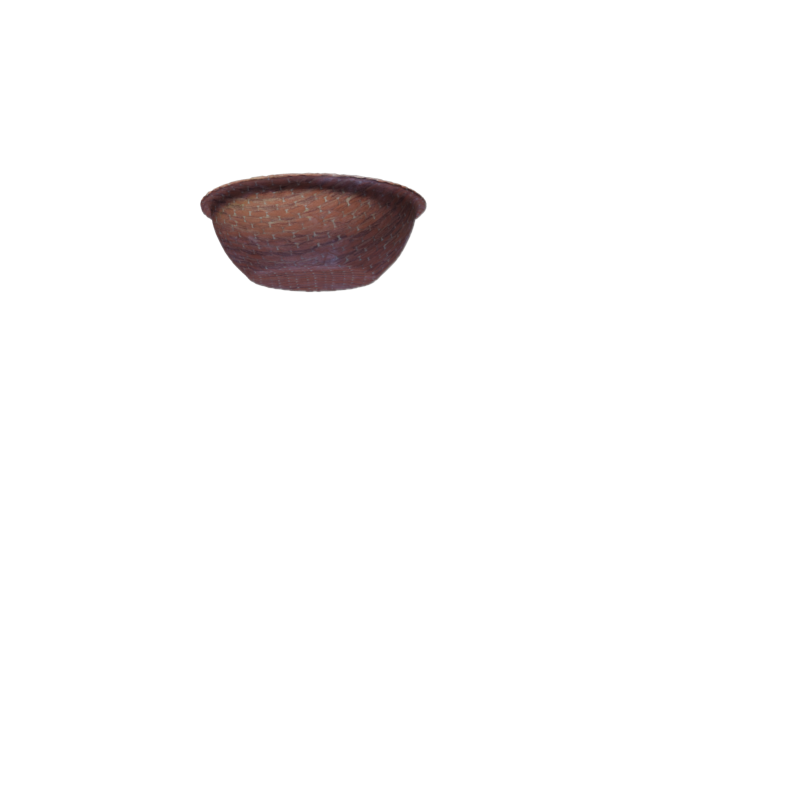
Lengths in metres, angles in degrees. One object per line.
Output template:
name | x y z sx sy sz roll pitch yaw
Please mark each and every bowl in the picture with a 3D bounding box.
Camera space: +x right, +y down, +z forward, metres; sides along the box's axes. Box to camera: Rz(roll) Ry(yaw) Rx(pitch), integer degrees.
bowl | -0.062 -0.112 0.786 0.162 0.057 0.158 0 -7 -2
